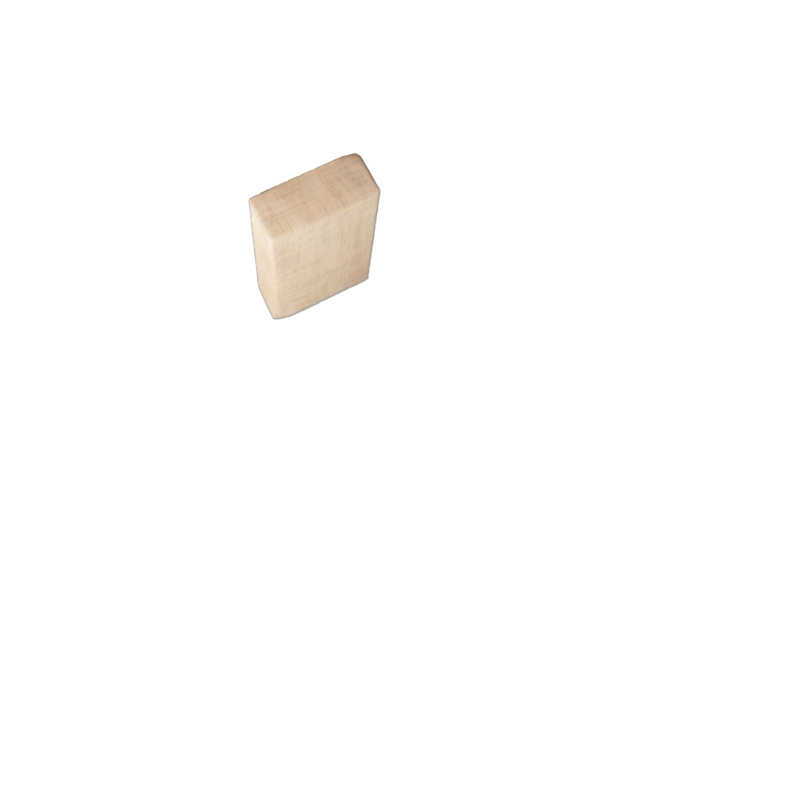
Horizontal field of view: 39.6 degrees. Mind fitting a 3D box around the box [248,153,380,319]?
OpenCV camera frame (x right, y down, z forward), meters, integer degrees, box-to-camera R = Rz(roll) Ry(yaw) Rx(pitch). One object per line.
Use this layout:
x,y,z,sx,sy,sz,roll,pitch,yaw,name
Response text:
-0.069,-0.126,0.883,0.093,0.050,0.168,-26,-15,-12,box
